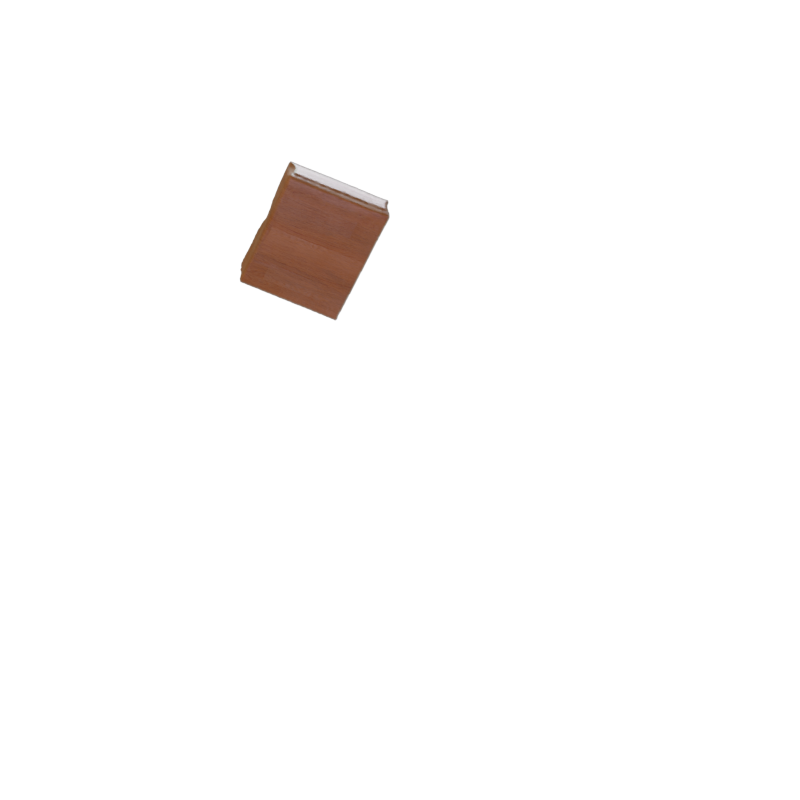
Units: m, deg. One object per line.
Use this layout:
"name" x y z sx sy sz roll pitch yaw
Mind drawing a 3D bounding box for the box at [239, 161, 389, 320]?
"box" -0.059 -0.107 0.748 0.071 0.086 0.032 22 27 -13
